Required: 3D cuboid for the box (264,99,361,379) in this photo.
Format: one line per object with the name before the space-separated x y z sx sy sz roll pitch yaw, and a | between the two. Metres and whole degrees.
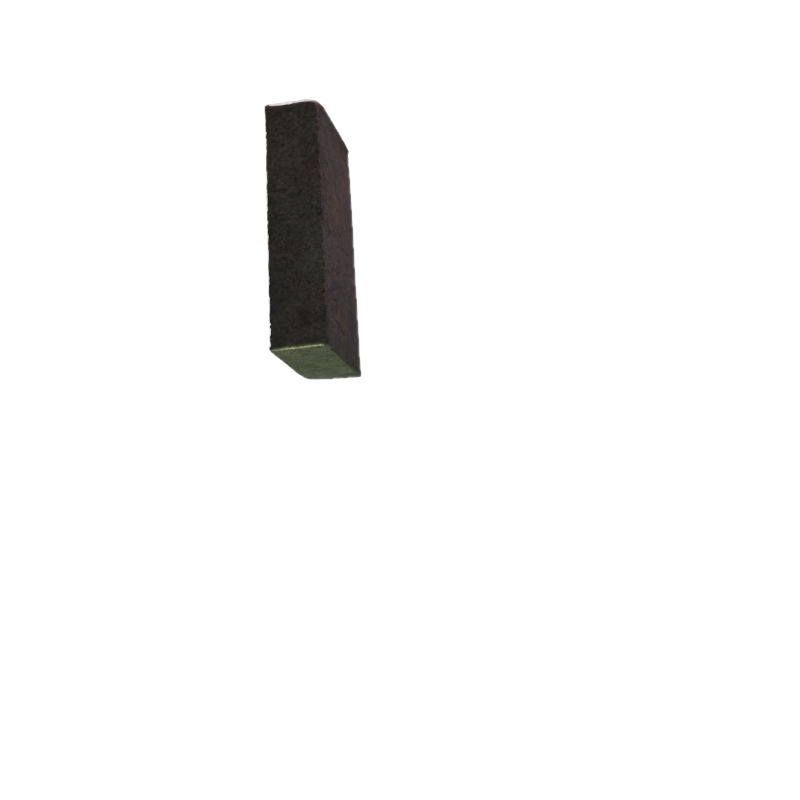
box | -0.060 -0.109 0.765 0.049 0.184 0.088 -5 -18 12
